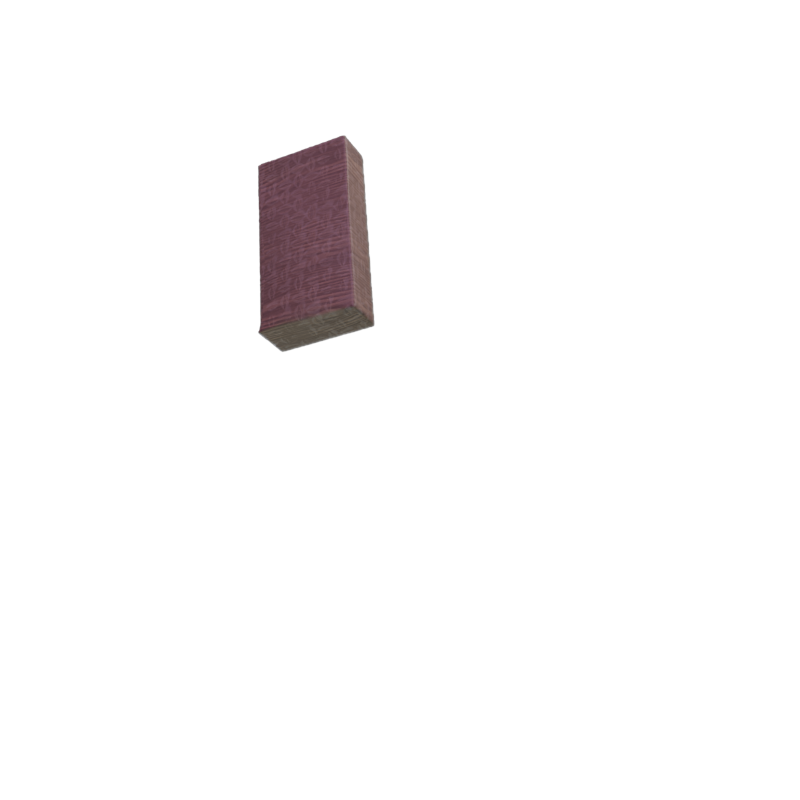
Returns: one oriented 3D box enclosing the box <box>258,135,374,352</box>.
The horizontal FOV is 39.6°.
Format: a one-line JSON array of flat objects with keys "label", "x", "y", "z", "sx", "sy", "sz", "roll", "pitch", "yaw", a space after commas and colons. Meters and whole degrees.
[{"label": "box", "x": -0.075, "y": -0.137, "z": 0.964, "sx": 0.094, "sy": 0.188, "sz": 0.044, "roll": -16, "pitch": -34, "yaw": 21}]
